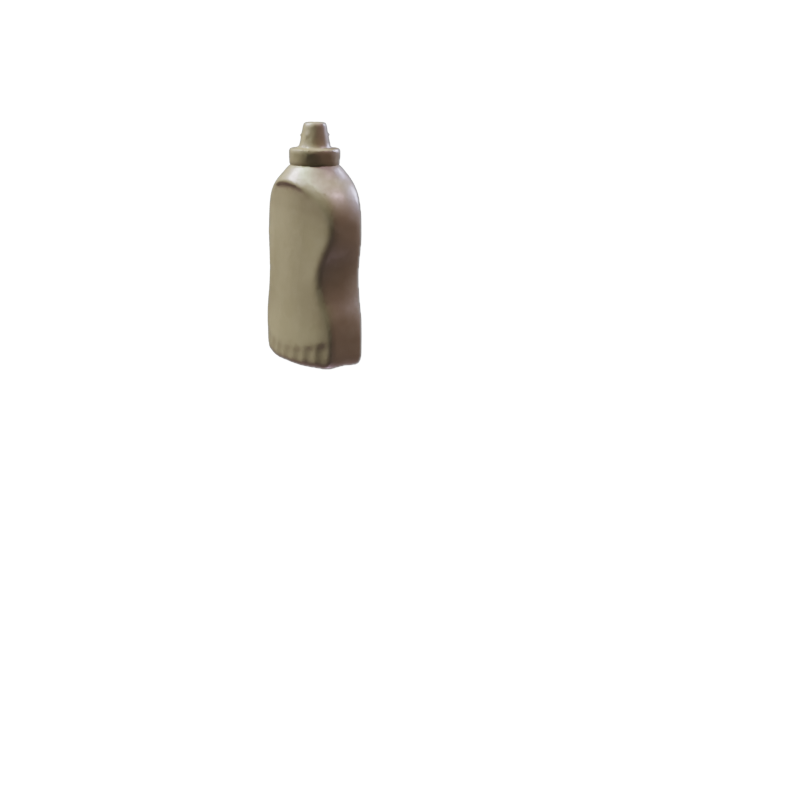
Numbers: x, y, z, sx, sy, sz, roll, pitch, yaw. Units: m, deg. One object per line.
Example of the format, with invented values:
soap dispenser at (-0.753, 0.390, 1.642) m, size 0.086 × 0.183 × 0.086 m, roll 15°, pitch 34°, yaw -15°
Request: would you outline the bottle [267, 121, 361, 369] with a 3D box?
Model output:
bottle at (-0.070, -0.128, 0.894) m, size 0.057 × 0.187 × 0.101 m, roll -6°, pitch 13°, yaw -34°
